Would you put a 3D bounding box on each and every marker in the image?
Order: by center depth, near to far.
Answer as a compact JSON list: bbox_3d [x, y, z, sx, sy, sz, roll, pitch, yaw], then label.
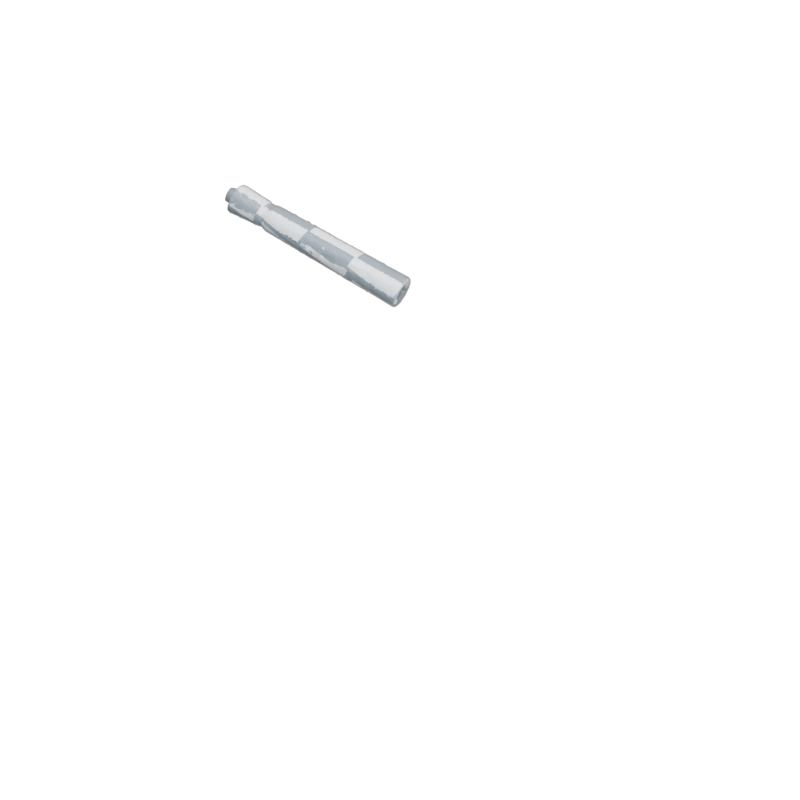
[{"bbox_3d":[-0.050,-0.090,0.634,0.126,0.019,0.019,32,14,18],"label":"marker"}]
